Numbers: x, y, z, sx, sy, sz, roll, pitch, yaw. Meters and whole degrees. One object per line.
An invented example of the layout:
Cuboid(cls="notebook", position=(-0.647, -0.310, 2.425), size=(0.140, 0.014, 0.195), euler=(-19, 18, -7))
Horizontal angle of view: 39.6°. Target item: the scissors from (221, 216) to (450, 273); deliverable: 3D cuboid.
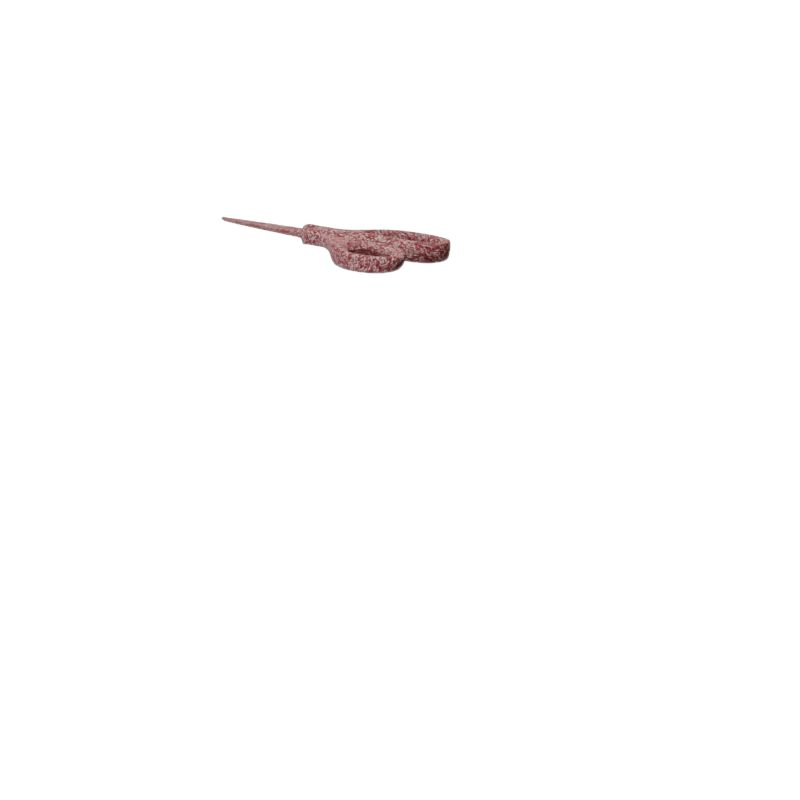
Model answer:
Cuboid(cls="scissors", position=(-0.065, -0.118, 0.826), size=(0.208, 0.015, 0.097), euler=(8, 22, 21))
